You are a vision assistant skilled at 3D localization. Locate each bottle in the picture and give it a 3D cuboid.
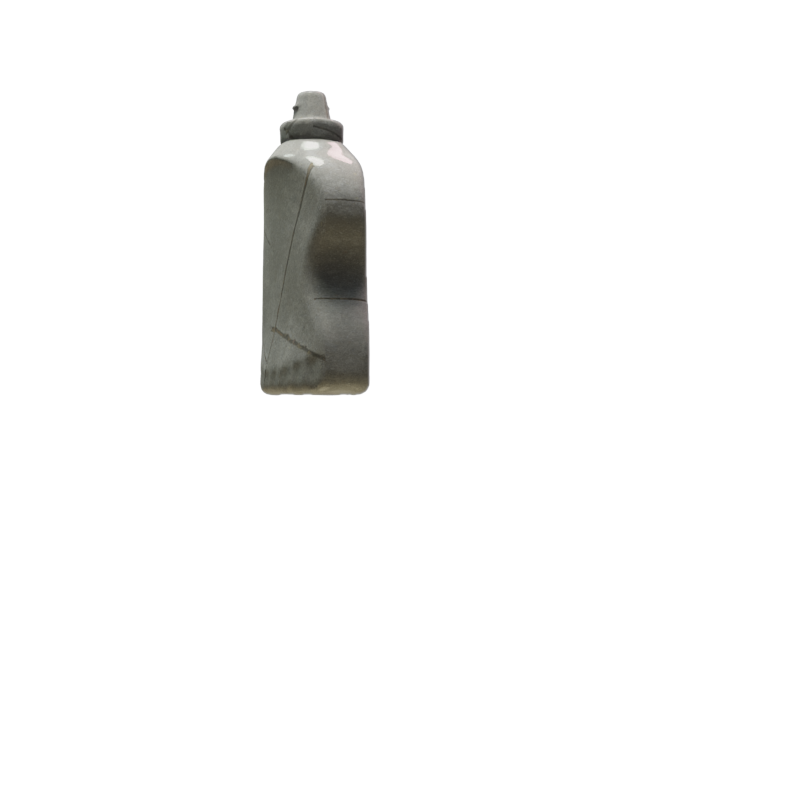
[{"bbox_3d":[-0.055,-0.100,0.699,0.056,0.195,0.097,3,-7,-25],"label":"bottle"}]
